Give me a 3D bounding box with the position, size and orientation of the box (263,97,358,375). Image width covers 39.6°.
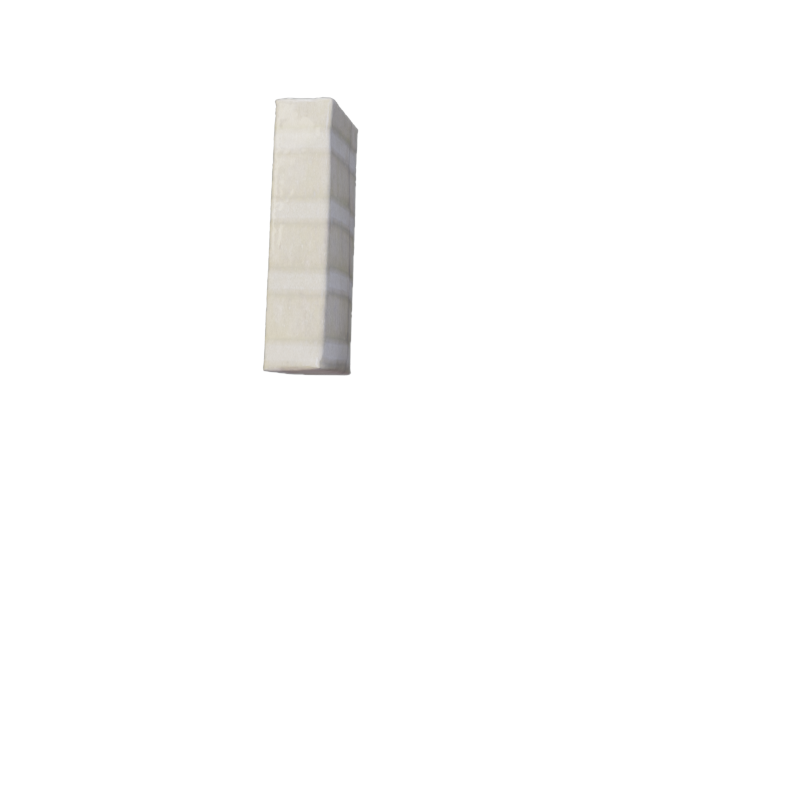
[{"bbox_3d":[-0.058,-0.106,0.743,0.049,0.180,0.090,-2,-7,9],"label":"box"}]
